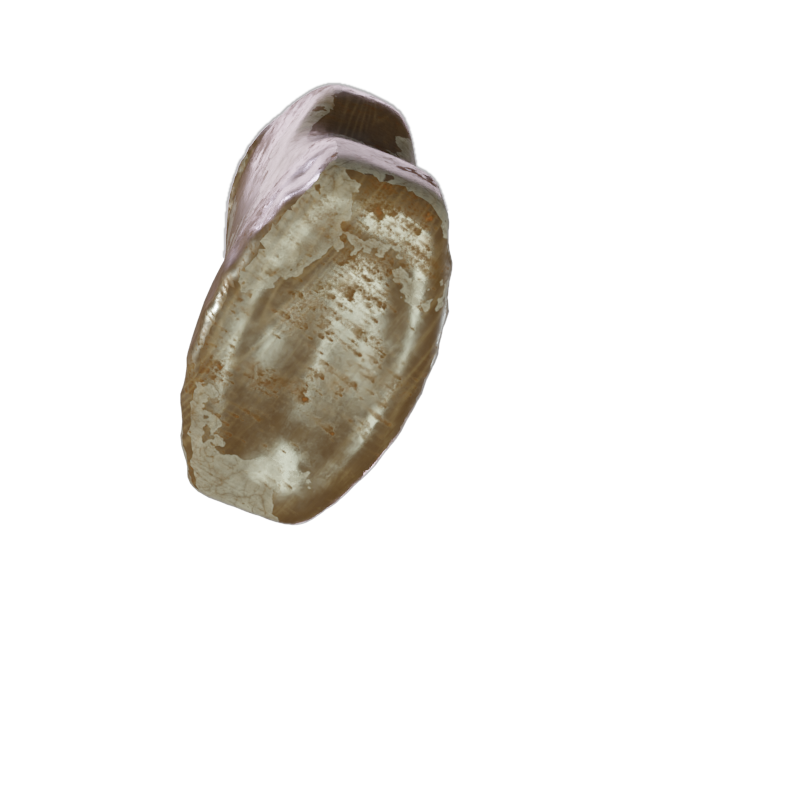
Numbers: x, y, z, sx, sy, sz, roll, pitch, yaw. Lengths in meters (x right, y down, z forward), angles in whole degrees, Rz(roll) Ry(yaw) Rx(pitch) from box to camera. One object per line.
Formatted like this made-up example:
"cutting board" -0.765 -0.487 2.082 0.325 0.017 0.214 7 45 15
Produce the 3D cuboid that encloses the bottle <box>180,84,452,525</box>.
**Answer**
"bottle" -0.028 -0.051 0.355 0.057 0.093 0.201 19 21 -12
